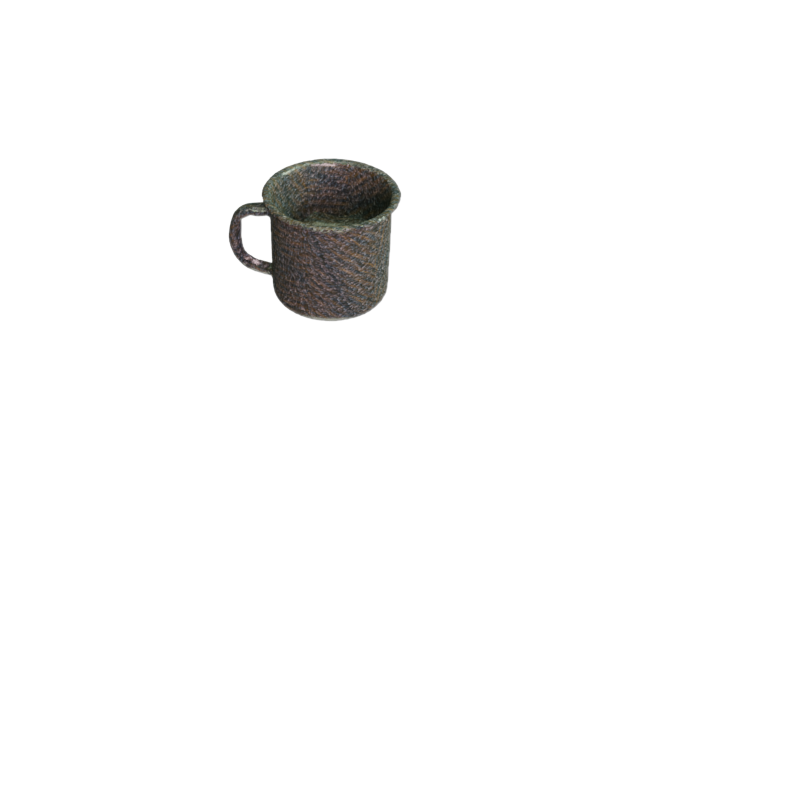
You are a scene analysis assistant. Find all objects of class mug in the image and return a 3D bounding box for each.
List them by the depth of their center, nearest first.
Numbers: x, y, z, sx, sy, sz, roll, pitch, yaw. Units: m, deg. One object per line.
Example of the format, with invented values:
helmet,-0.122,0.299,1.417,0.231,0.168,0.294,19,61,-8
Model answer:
mug,-0.060,-0.109,0.764,0.117,0.076,0.099,1,38,0
